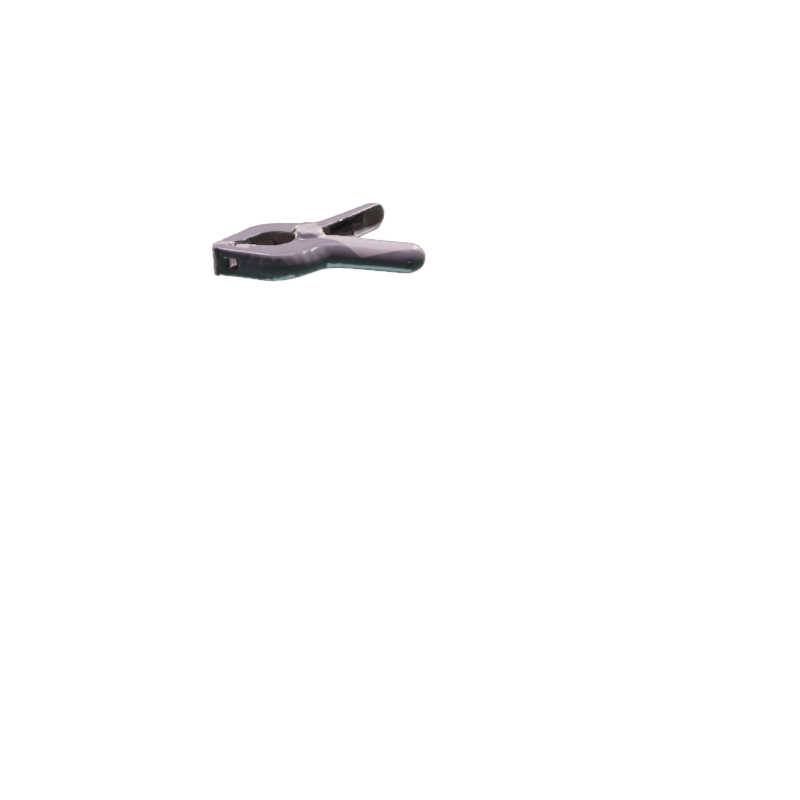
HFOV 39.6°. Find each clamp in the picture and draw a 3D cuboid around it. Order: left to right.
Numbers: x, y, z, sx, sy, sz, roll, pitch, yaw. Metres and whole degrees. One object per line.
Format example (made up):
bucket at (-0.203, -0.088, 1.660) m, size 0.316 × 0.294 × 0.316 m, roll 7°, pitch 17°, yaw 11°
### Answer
clamp at (-0.073, -0.134, 0.936) m, size 0.170 × 0.037 × 0.127 m, roll -3°, pitch 23°, yaw -7°
